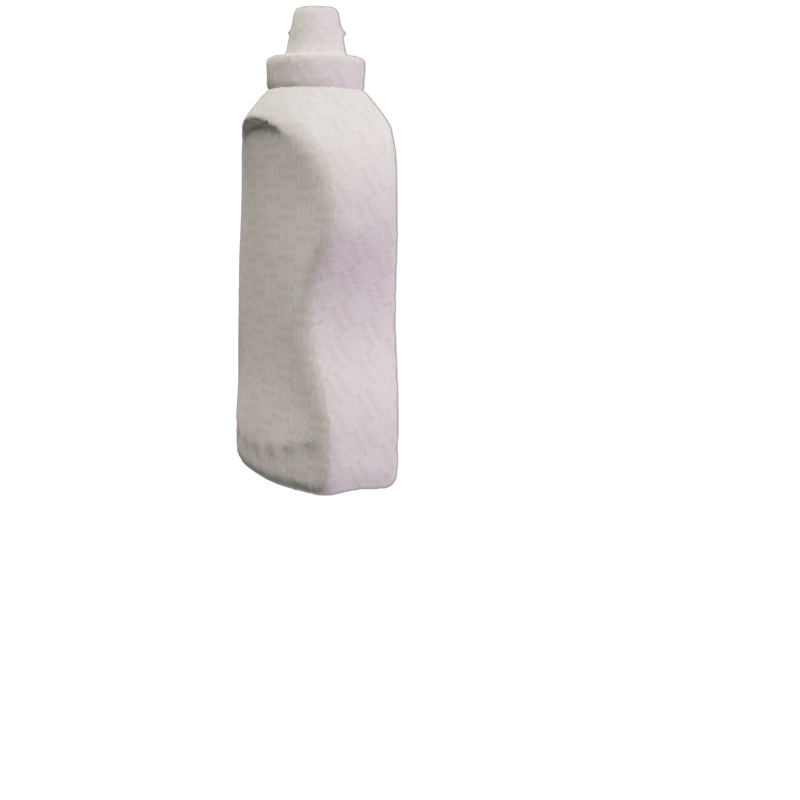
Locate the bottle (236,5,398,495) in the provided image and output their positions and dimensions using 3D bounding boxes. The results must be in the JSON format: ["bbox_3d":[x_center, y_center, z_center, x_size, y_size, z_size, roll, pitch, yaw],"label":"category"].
[{"bbox_3d":[-0.036,-0.066,0.460,0.057,0.190,0.100,-2,5,-25],"label":"bottle"}]
